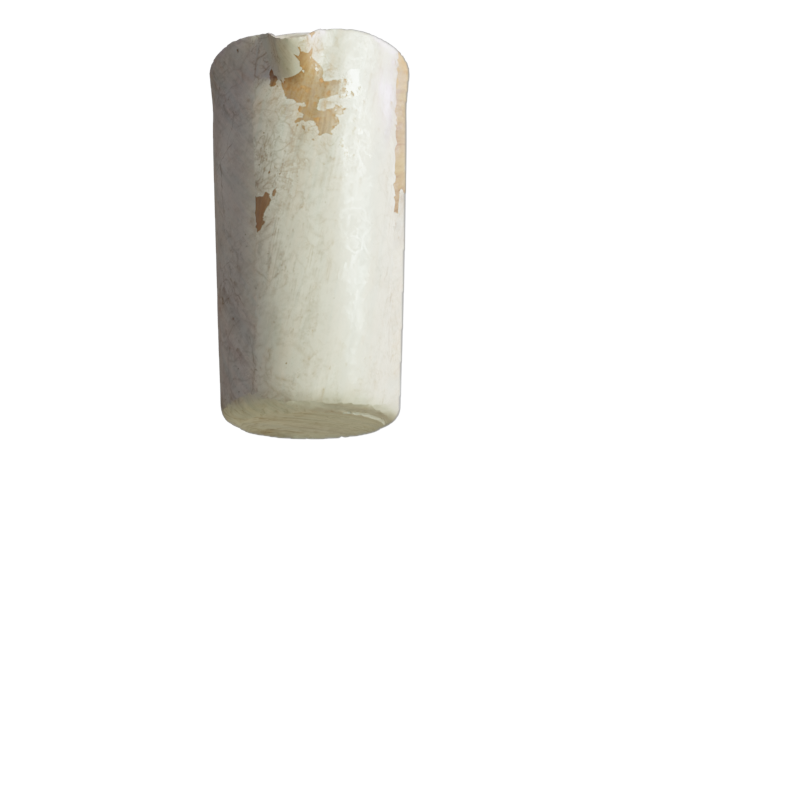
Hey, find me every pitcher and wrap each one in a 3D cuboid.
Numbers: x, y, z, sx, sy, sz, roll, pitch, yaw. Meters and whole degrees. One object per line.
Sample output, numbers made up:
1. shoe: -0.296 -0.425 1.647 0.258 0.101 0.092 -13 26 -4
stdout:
1. pitcher: -0.056 -0.102 0.712 0.141 0.254 0.146 14 -23 -39
